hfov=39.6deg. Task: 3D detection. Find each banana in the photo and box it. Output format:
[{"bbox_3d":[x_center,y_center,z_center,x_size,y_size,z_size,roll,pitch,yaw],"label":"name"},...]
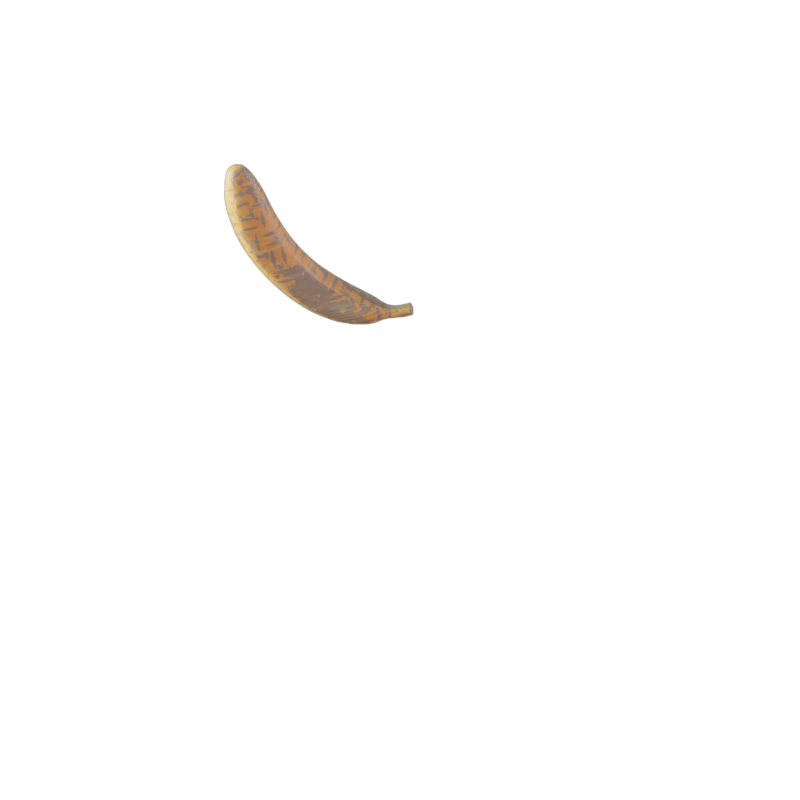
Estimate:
[{"bbox_3d":[-0.080,-0.114,0.895,0.187,0.039,0.069,37,-62,-24],"label":"banana"}]
